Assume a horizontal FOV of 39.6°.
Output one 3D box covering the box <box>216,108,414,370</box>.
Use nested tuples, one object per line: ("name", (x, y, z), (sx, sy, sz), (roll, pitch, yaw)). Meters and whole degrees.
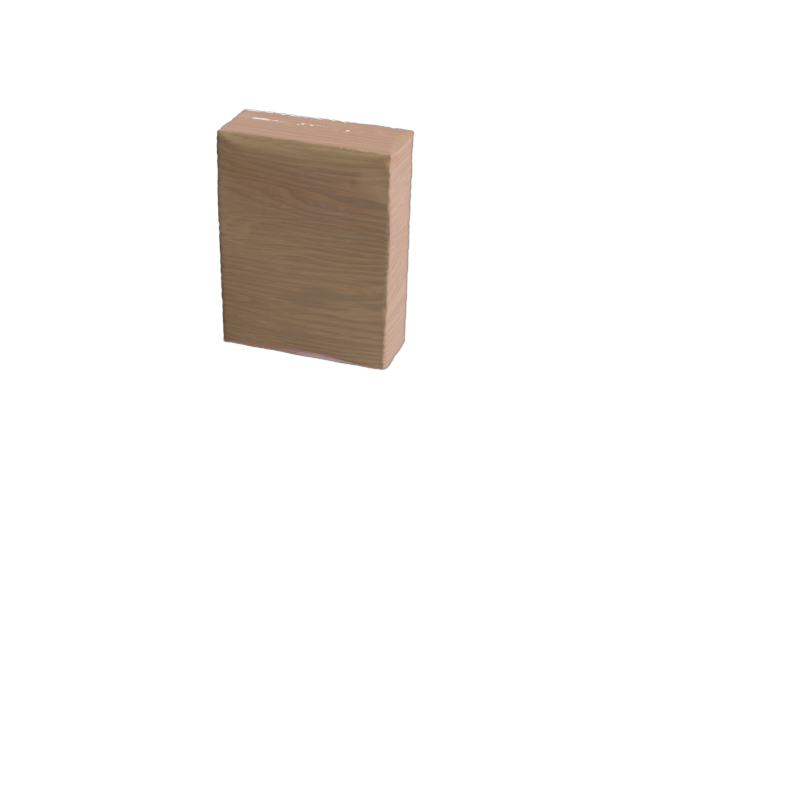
("box", (-0.078, -0.143, 0.999), (0.169, 0.202, 0.074), (11, 29, 17))
